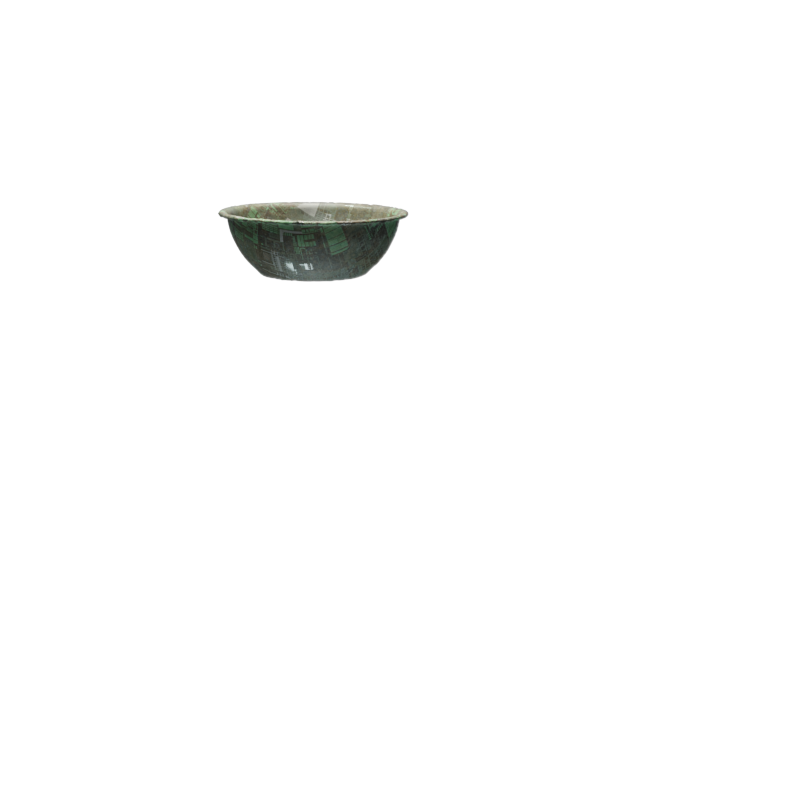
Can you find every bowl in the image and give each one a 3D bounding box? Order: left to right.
[{"bbox_3d":[-0.074,-0.135,0.947,0.162,0.054,0.167,0,14,-2],"label":"bowl"}]
